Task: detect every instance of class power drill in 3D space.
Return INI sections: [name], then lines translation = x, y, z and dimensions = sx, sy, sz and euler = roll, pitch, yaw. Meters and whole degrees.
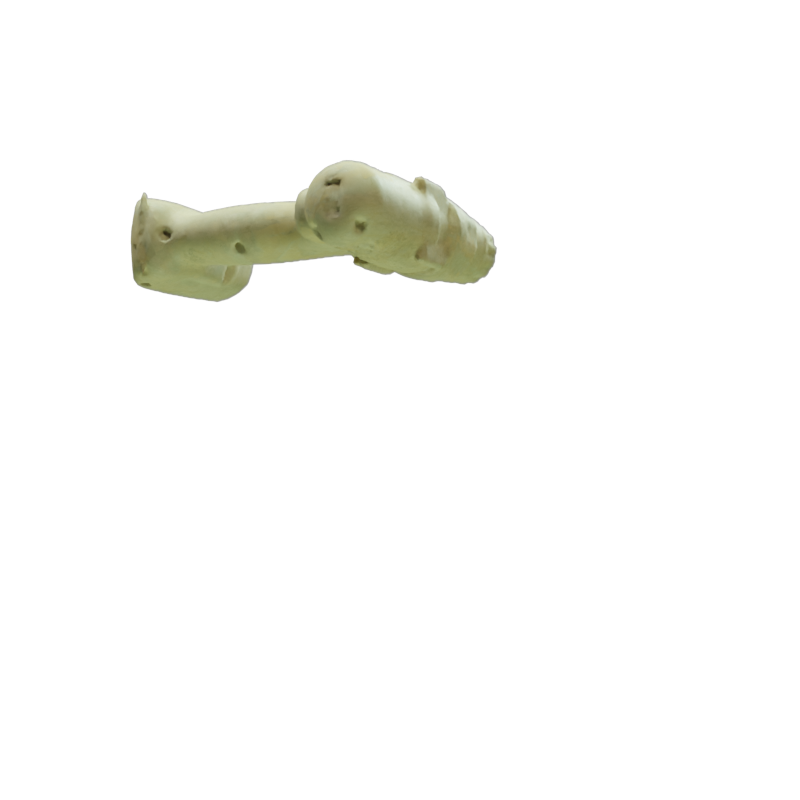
[power drill]
translation = -0.052, -0.096, 0.670
dimensions = 0.193, 0.059, 0.175
euler = -4, -8, 29
